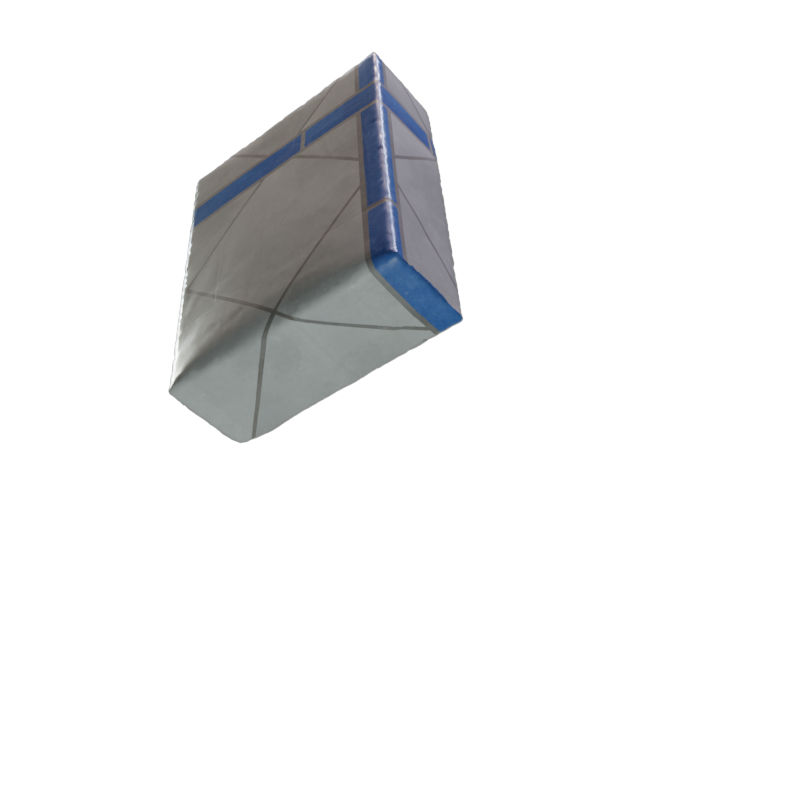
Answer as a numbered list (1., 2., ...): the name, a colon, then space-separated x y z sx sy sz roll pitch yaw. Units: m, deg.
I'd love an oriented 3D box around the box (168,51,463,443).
1. box: -0.054 -0.099 0.692 0.163 0.229 0.067 -31 -53 22
